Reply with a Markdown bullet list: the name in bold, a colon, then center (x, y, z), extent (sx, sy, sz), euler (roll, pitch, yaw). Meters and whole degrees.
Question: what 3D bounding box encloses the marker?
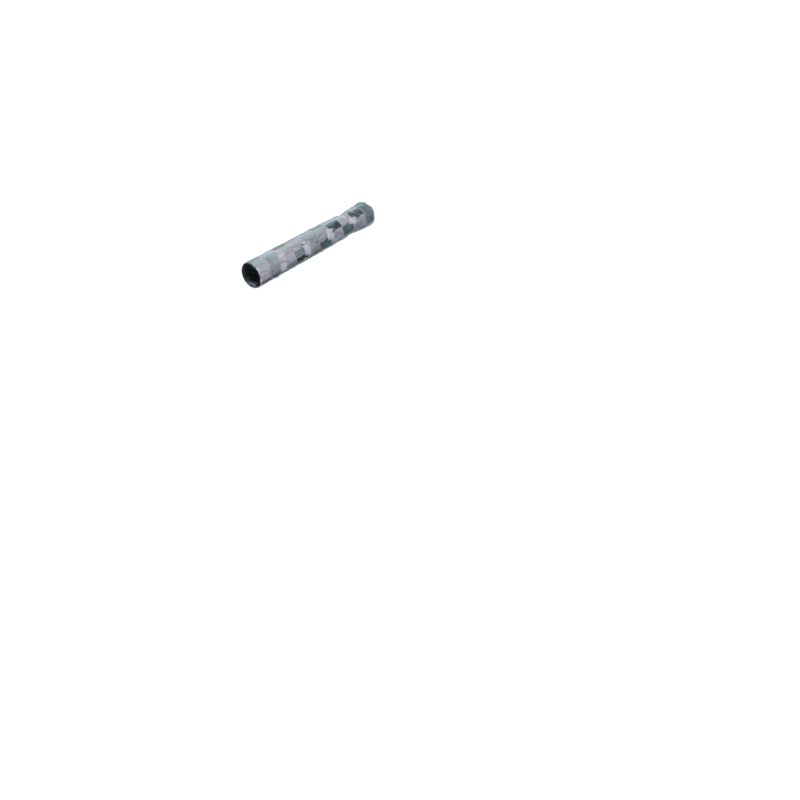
- **marker**: center (-0.060, -0.109, 0.766), extent (0.021, 0.019, 0.121), euler (4, 29, 44)
